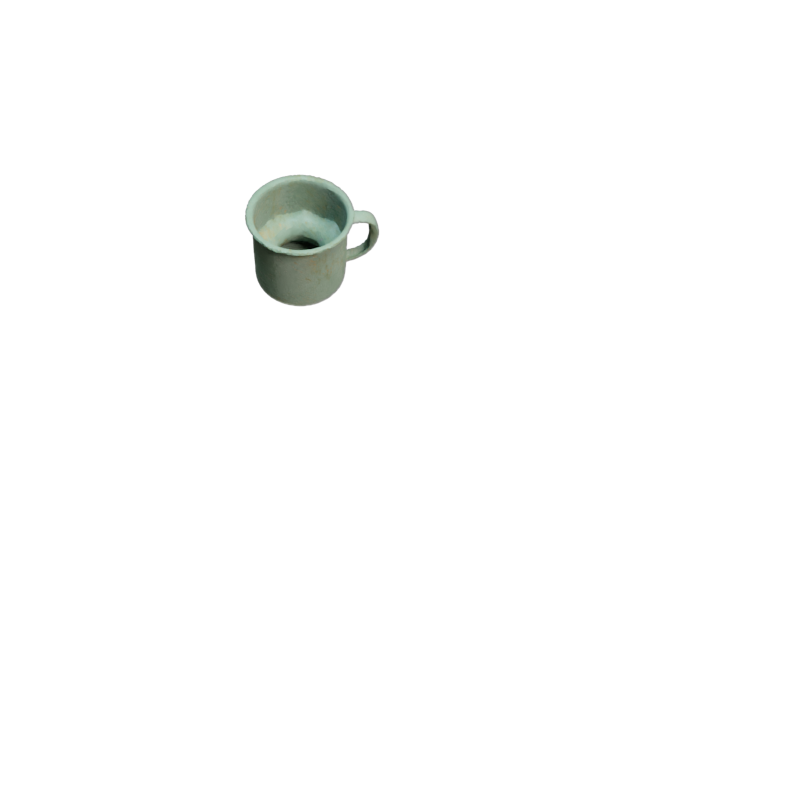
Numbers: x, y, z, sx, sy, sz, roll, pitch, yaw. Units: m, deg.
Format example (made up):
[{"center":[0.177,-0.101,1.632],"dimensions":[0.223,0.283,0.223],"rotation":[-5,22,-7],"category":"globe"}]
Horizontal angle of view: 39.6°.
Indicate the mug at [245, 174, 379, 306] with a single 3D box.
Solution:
[{"center":[-0.076,-0.139,0.974],"dimensions":[0.116,0.101,0.076],"rotation":[-12,-36,-10],"category":"mug"}]
